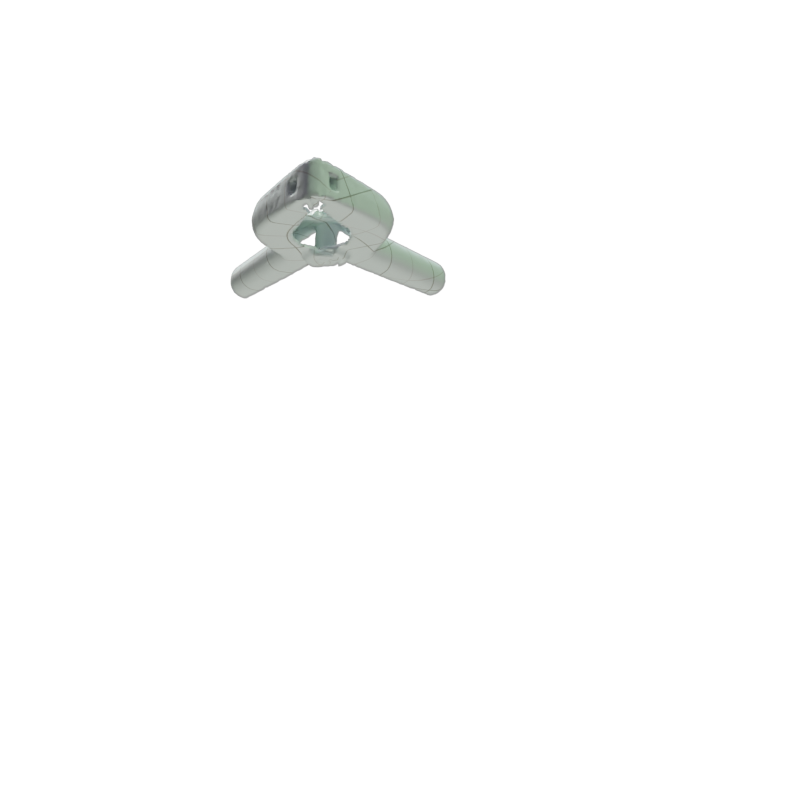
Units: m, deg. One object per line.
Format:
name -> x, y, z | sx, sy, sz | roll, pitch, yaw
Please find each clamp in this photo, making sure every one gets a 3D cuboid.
clamp -> -0.061, -0.111, 0.777 | 0.167, 0.038, 0.199 | -3, -14, 10
